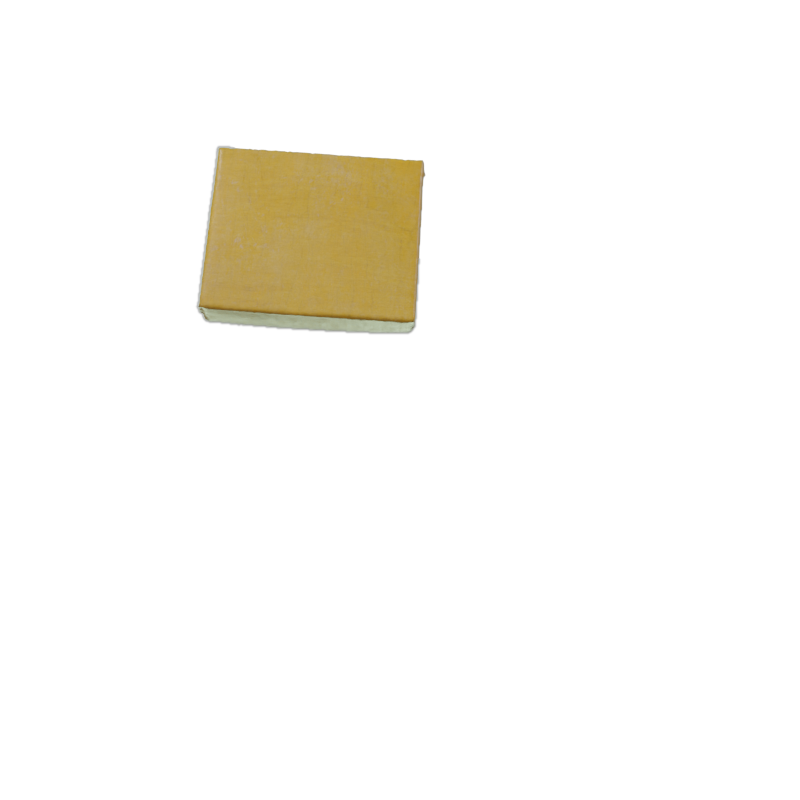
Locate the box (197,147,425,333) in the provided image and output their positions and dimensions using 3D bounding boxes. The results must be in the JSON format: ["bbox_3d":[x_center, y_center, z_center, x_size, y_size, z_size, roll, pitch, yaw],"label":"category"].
[{"bbox_3d":[-0.046,-0.084,0.586,0.114,0.093,0.037,4,-17,1],"label":"box"}]
